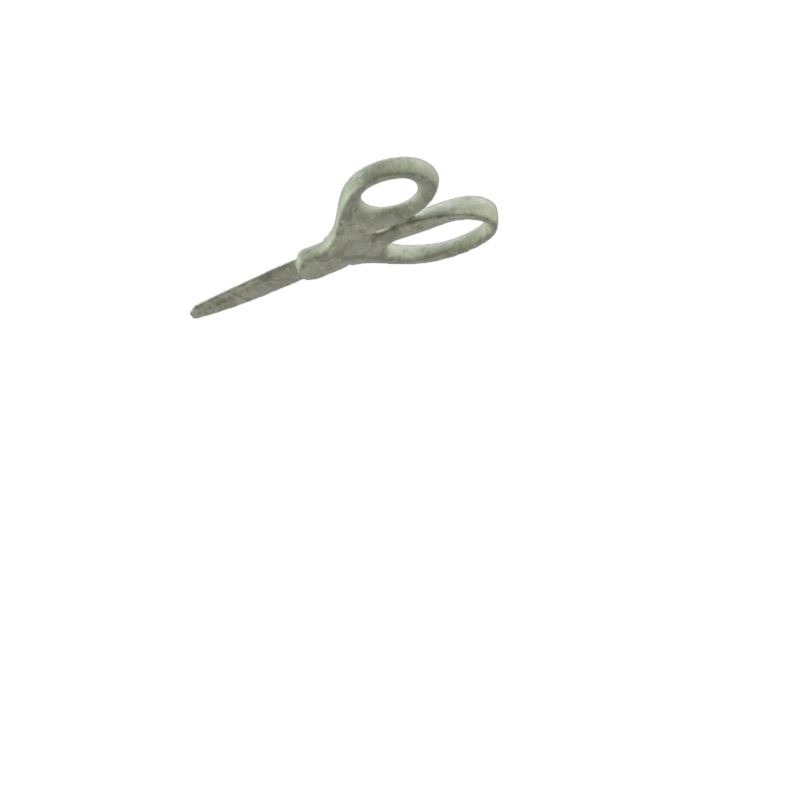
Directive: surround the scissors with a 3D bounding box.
[{"bbox_3d":[-0.048,-0.088,0.615,0.204,0.017,0.089,-10,-30,18],"label":"scissors"}]
